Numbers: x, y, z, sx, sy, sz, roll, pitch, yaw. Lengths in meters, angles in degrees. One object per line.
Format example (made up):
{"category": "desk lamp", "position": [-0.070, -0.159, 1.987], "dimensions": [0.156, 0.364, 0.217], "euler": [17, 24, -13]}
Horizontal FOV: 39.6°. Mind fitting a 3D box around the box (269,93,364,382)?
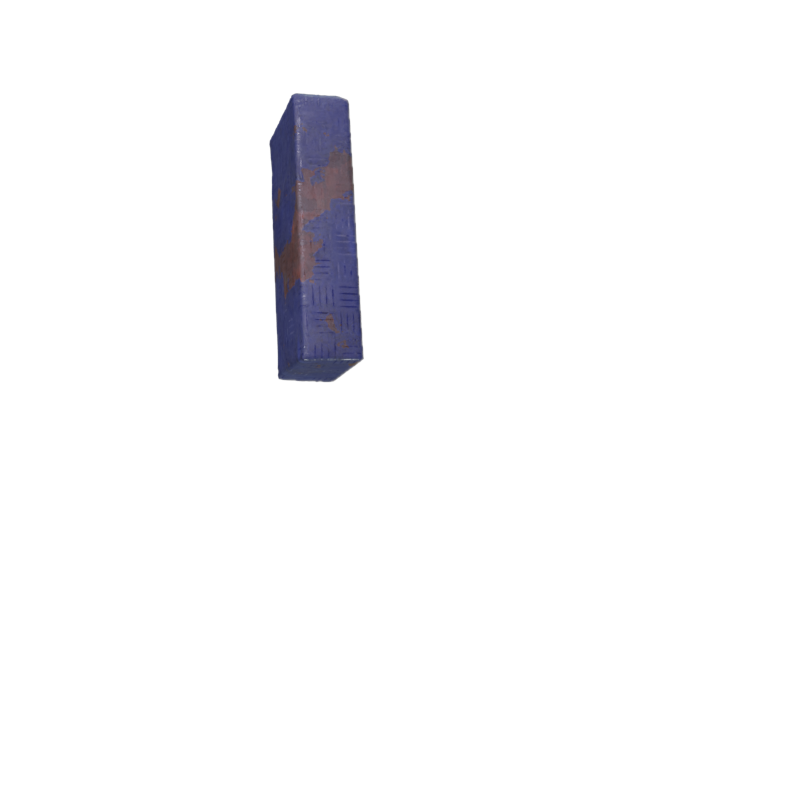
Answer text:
{"category": "box", "position": [-0.058, -0.106, 0.740], "dimensions": [0.047, 0.183, 0.092], "euler": [3, -14, -15]}
